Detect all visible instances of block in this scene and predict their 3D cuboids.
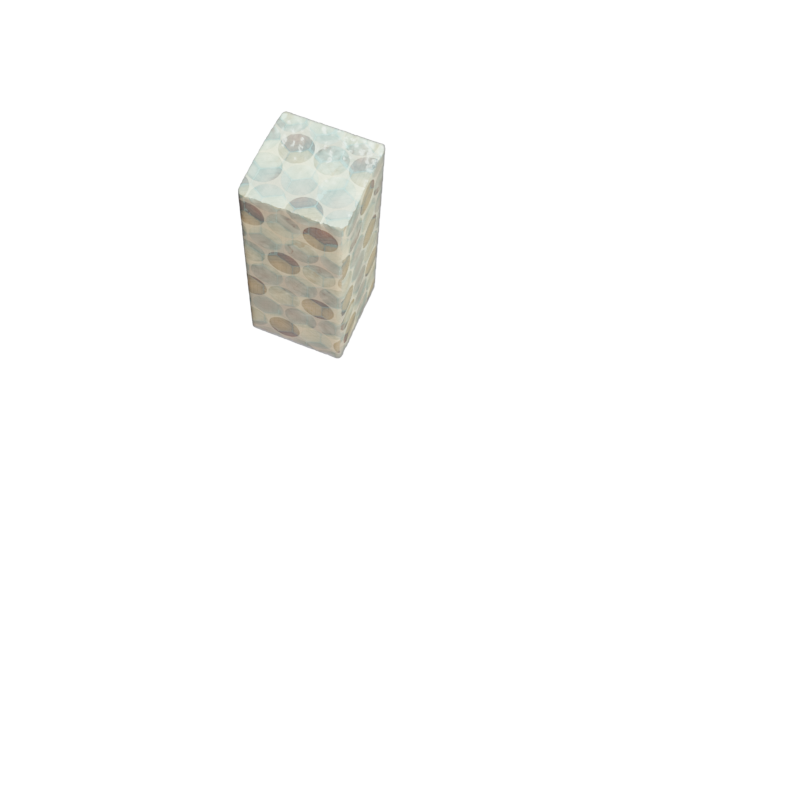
[{"bbox_3d":[-0.073,-0.132,0.929,0.093,0.094,0.194,21,-27,8],"label":"block"}]
